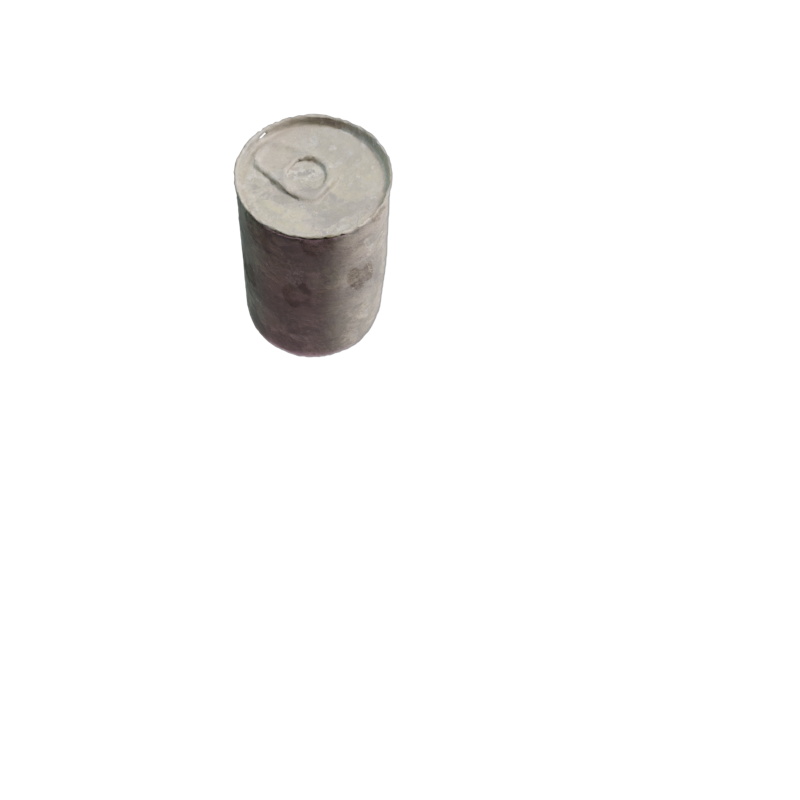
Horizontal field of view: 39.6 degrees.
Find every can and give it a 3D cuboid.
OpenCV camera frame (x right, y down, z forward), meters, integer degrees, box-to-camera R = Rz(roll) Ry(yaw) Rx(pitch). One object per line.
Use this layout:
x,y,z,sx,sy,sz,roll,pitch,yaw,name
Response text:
-0.040,-0.073,0.512,0.068,0.073,0.096,0,-31,-3,can
